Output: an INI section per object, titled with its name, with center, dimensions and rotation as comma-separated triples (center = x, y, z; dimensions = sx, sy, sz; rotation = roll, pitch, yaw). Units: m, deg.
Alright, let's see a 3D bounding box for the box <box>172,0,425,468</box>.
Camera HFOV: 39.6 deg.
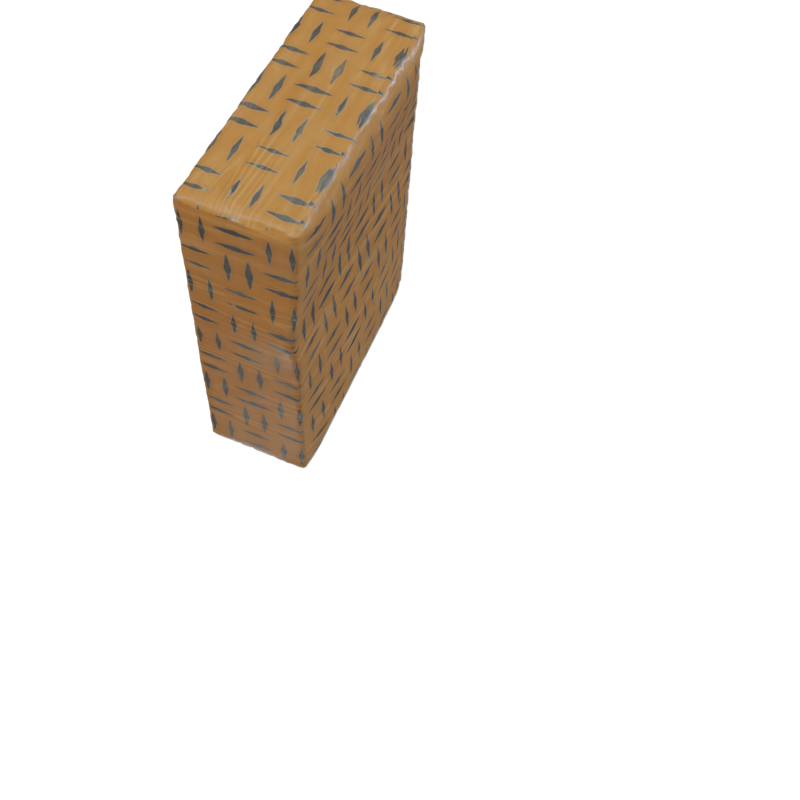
[box]
center = -0.048, -0.088, 0.615
dimensions = 0.074, 0.171, 0.200
rotation = 19, -33, 9
